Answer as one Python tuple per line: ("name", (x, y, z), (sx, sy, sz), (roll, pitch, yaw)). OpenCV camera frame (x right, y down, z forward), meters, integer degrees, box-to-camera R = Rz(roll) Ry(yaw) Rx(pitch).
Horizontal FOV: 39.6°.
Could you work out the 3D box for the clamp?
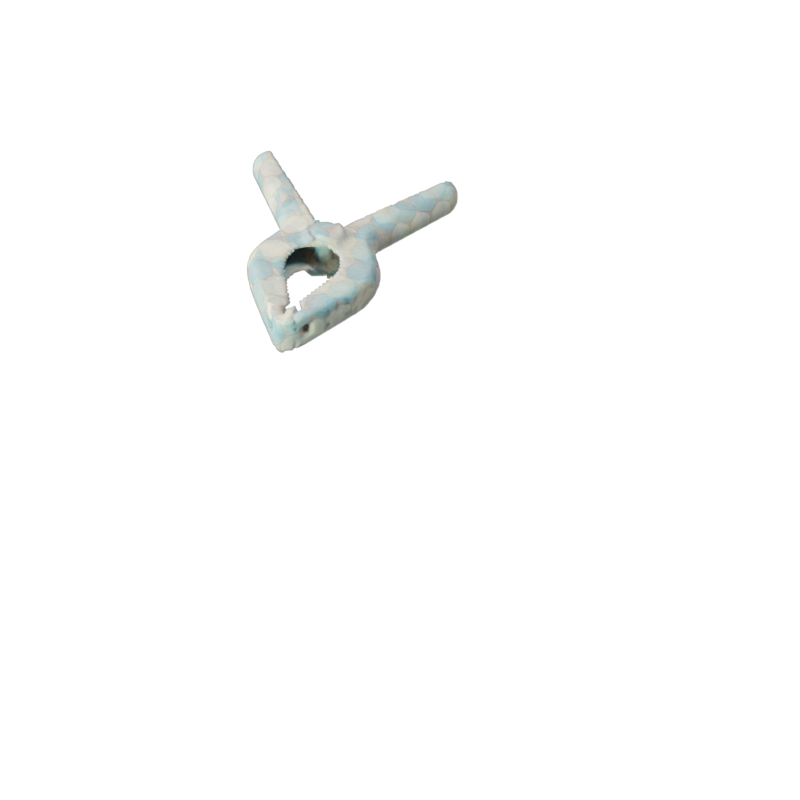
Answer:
("clamp", (-0.064, -0.116, 0.814), (0.169, 0.034, 0.219), (14, 44, 15))
